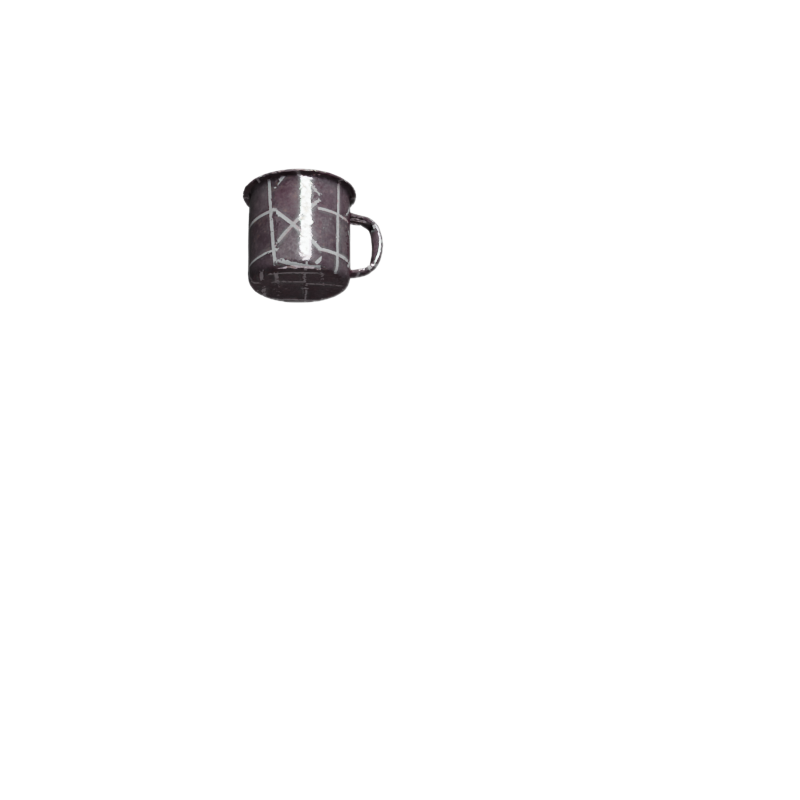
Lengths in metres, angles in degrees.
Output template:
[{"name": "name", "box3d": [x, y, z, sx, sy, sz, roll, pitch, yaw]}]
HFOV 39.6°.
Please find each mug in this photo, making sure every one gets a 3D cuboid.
[{"name": "mug", "box3d": [-0.070, -0.128, 0.895, 0.114, 0.086, 0.091, 7, -21, -20]}]
